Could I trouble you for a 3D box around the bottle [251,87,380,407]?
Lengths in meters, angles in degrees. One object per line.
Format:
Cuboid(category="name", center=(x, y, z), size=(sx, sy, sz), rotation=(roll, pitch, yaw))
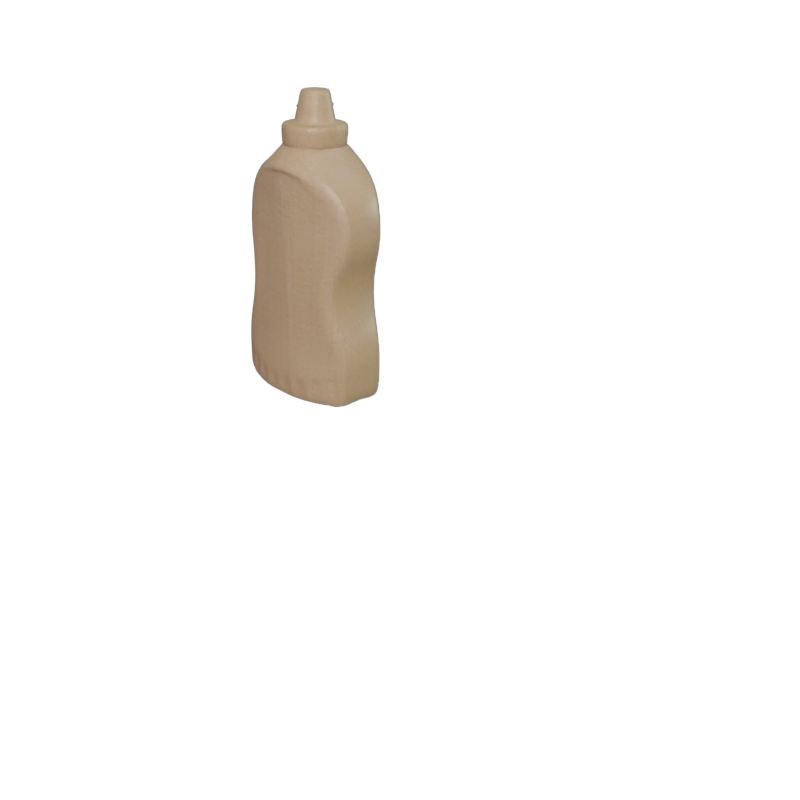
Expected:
Cuboid(category="bottle", center=(-0.054, -0.099, 0.695), size=(0.057, 0.184, 0.102), rotation=(-13, 23, -39))
